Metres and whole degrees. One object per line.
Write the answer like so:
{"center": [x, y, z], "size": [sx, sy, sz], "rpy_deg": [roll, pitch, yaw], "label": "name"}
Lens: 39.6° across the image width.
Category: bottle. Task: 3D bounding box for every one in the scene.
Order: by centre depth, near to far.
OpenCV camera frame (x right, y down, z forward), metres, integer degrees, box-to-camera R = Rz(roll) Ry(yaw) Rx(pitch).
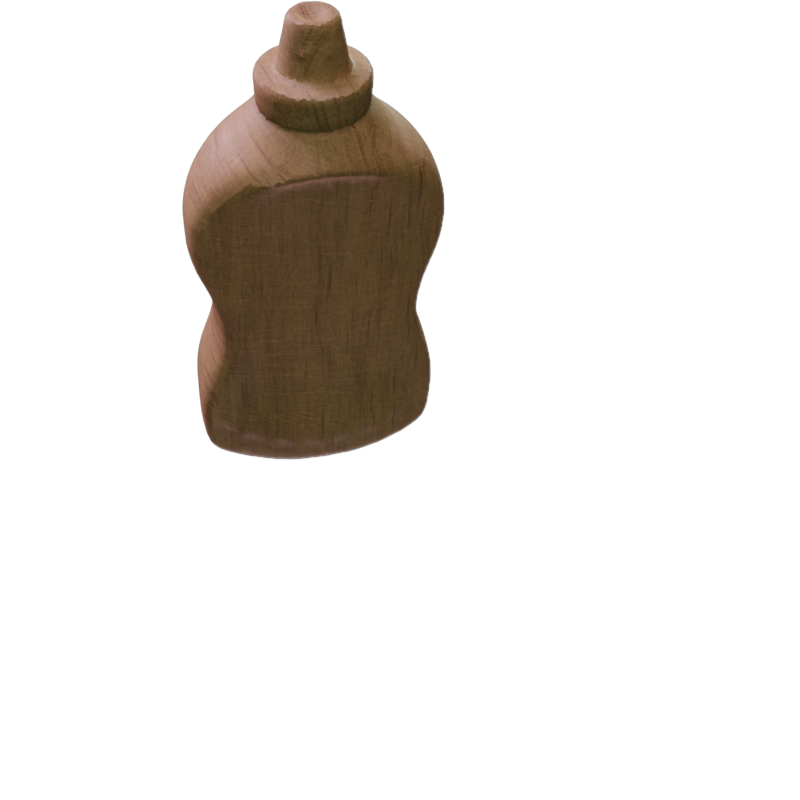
{"center": [-0.033, -0.060, 0.419], "size": [0.095, 0.179, 0.063], "rpy_deg": [-6, 44, -9], "label": "bottle"}
